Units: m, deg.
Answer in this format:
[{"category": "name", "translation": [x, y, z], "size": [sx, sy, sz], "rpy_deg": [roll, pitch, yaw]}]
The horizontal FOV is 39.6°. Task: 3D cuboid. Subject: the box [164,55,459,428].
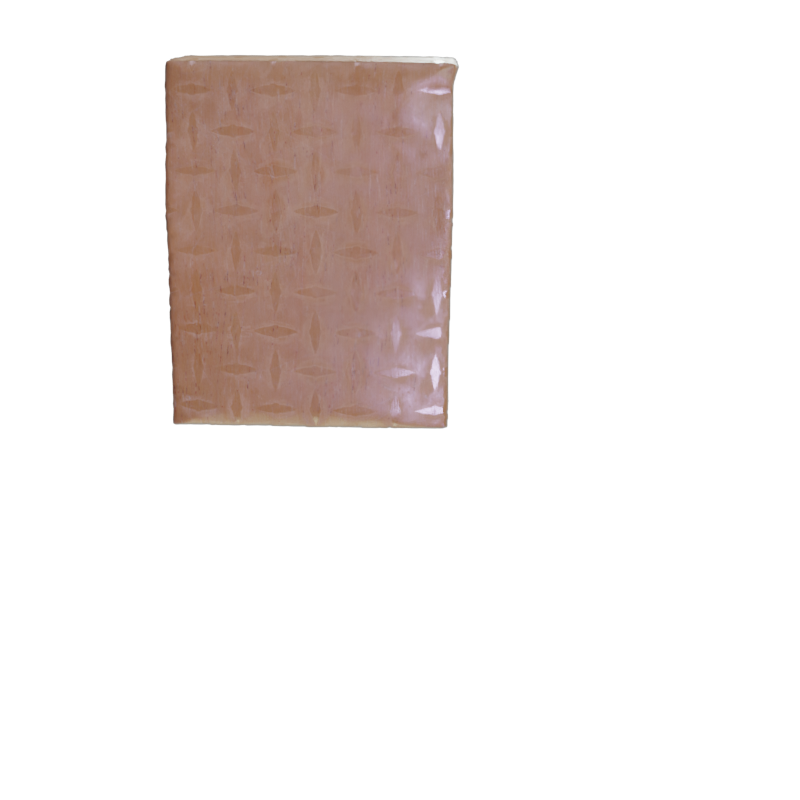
[{"category": "box", "translation": [-0.051, -0.093, 0.649], "size": [0.165, 0.208, 0.073], "rpy_deg": [2, 13, 4]}]
